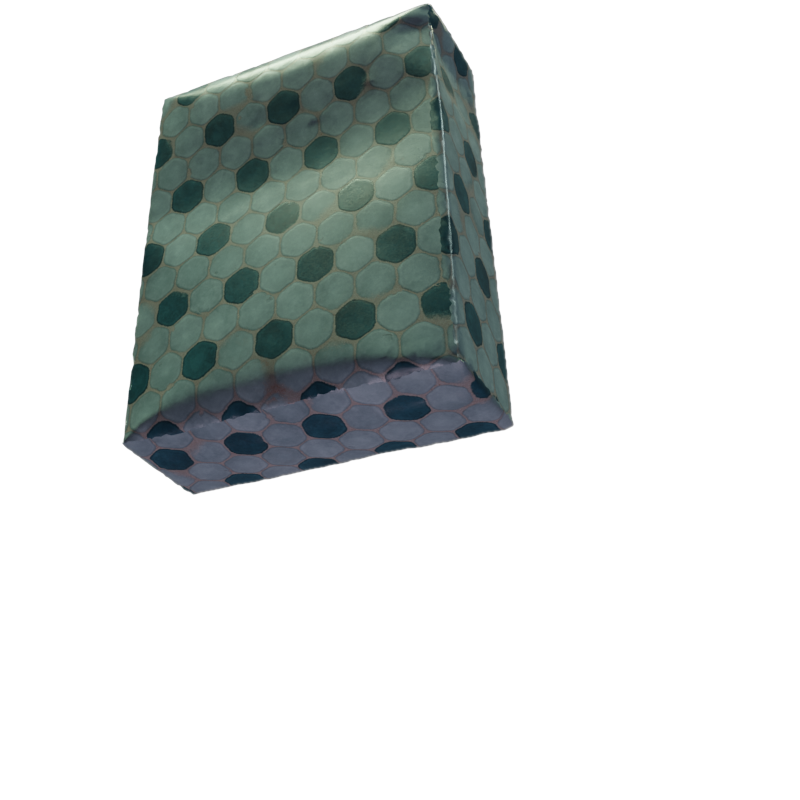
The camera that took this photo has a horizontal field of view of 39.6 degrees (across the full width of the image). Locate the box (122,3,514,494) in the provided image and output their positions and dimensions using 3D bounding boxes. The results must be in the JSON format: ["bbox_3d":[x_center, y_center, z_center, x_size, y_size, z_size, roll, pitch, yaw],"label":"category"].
[{"bbox_3d":[-0.043,-0.078,0.544,0.166,0.228,0.066,-15,-35,19],"label":"box"}]
